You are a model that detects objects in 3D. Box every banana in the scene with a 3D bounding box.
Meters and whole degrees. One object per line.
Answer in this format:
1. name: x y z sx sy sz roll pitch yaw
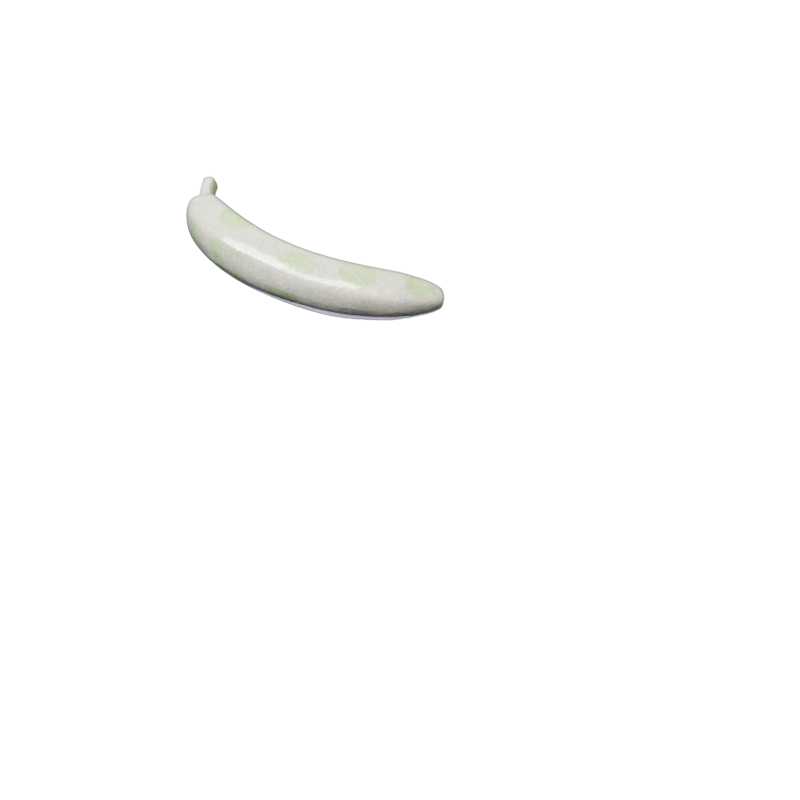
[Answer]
1. banana: -0.070 -0.093 0.719 0.207 0.071 0.034 29 -33 21
